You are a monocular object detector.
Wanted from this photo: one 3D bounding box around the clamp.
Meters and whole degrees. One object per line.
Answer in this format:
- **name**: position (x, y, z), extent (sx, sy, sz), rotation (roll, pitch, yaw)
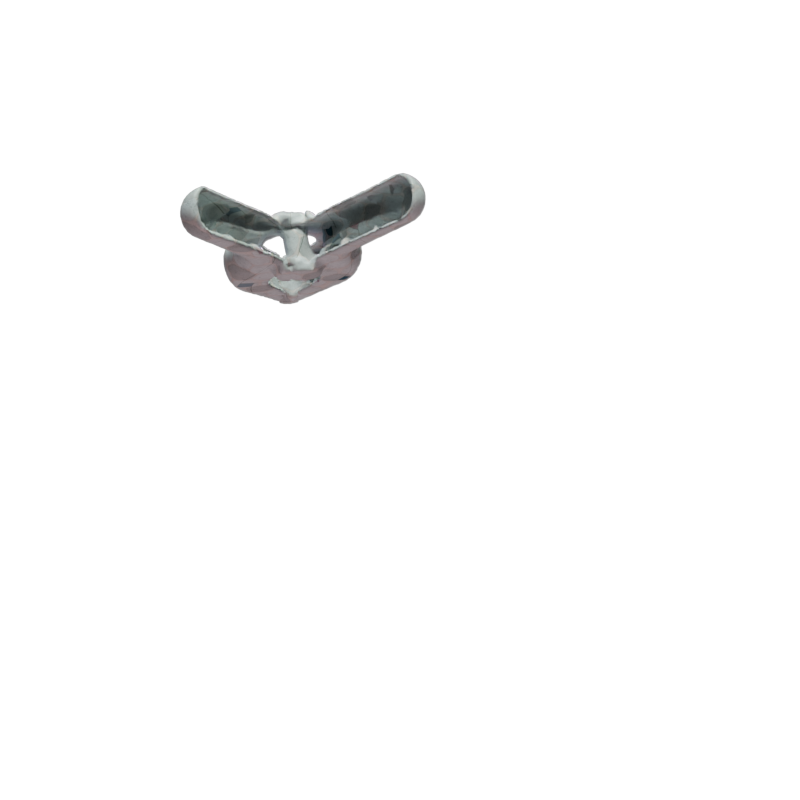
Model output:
- **clamp**: position (-0.048, -0.087, 0.609), extent (0.120, 0.040, 0.167), rotation (0, -6, 1)
